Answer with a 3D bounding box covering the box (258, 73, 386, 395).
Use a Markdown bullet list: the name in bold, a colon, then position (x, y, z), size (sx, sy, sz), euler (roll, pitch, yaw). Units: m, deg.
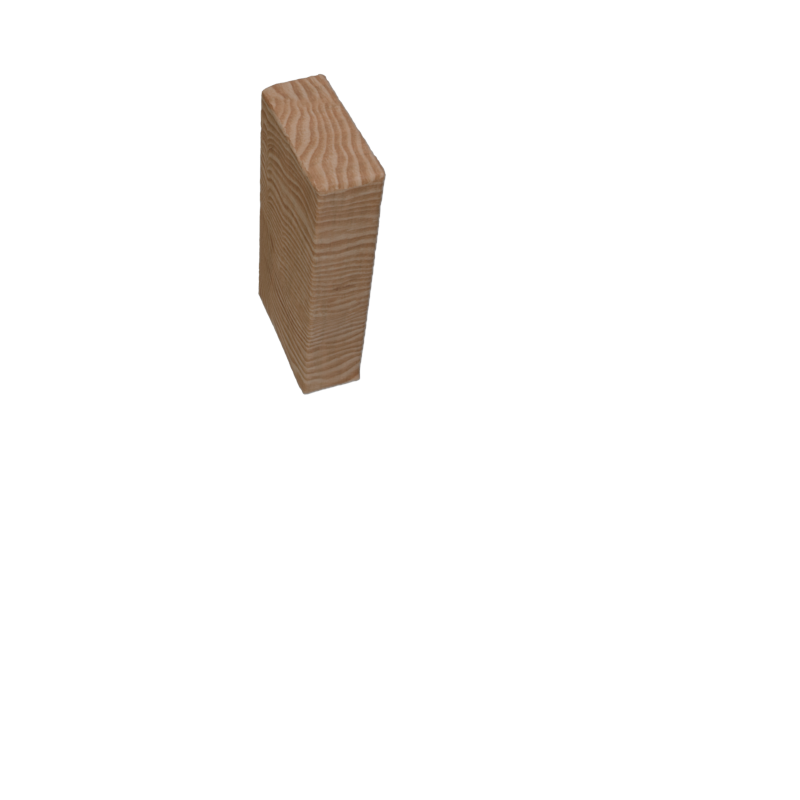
- **box**: position (-0.052, -0.094, 0.655), size (0.047, 0.101, 0.164), euler (-16, -37, -16)
